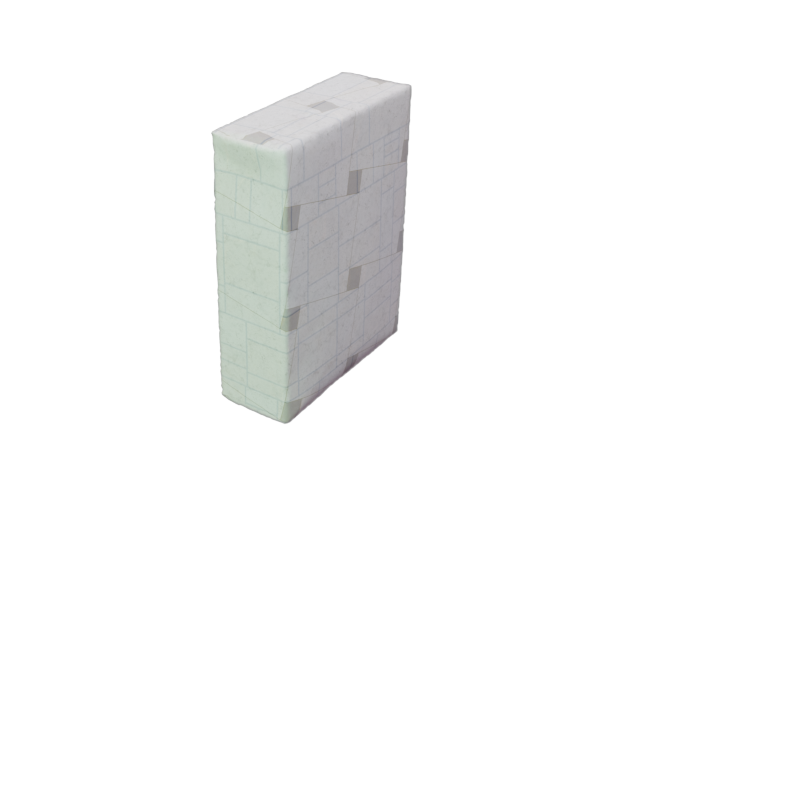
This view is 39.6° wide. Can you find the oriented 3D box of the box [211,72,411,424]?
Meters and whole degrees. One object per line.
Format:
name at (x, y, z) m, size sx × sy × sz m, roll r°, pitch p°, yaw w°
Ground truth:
box at (-0.064, -0.117, 0.821) m, size 0.075 × 0.202 × 0.166 m, roll 17°, pitch 33°, yaw 26°
